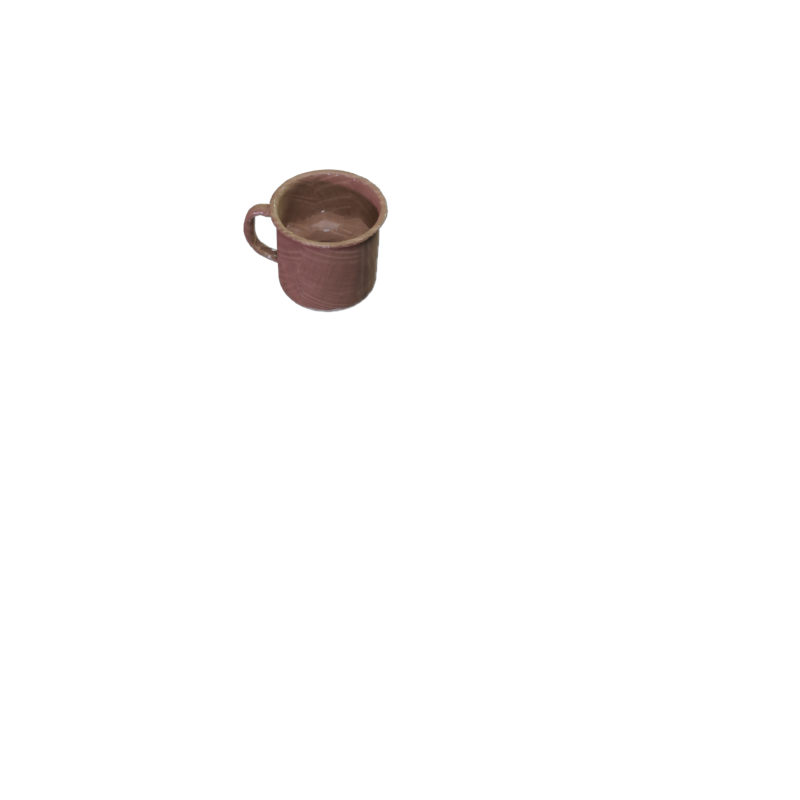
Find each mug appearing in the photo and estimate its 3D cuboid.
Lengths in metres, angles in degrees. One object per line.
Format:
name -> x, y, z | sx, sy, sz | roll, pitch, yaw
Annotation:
mug -> -0.070, -0.128, 0.893 | 0.119, 0.099, 0.076 | 9, -43, 8
